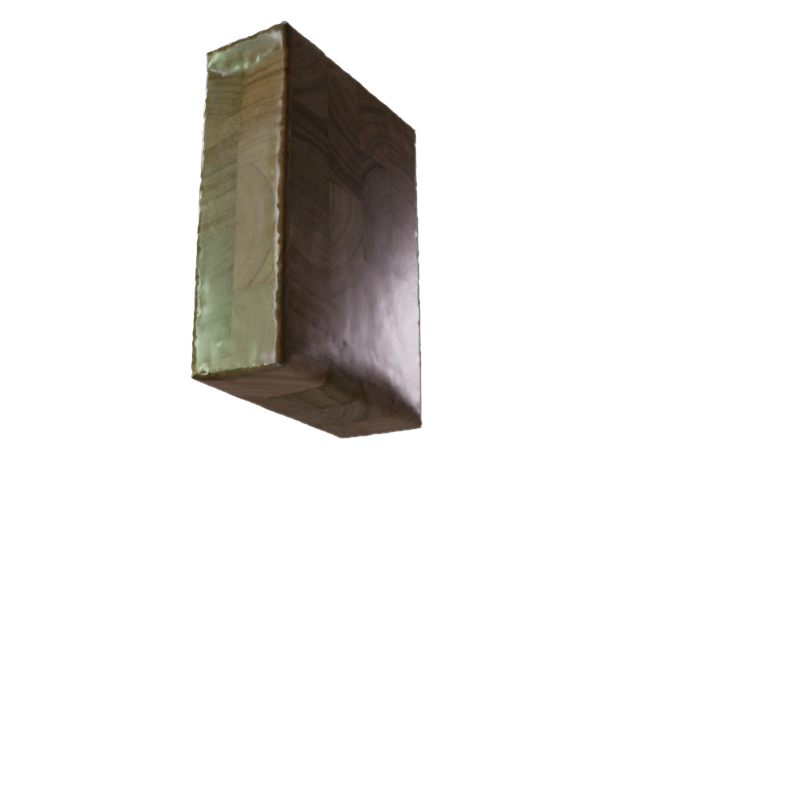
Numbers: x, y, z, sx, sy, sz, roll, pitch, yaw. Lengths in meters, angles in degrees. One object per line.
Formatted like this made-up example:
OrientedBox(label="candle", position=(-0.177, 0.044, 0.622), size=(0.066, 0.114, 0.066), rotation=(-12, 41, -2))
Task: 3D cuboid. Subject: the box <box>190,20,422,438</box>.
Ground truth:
OrientedBox(label="box", position=(-0.054, -0.098, 0.688), size=(0.073, 0.225, 0.153), rotation=(-13, -23, 28))
